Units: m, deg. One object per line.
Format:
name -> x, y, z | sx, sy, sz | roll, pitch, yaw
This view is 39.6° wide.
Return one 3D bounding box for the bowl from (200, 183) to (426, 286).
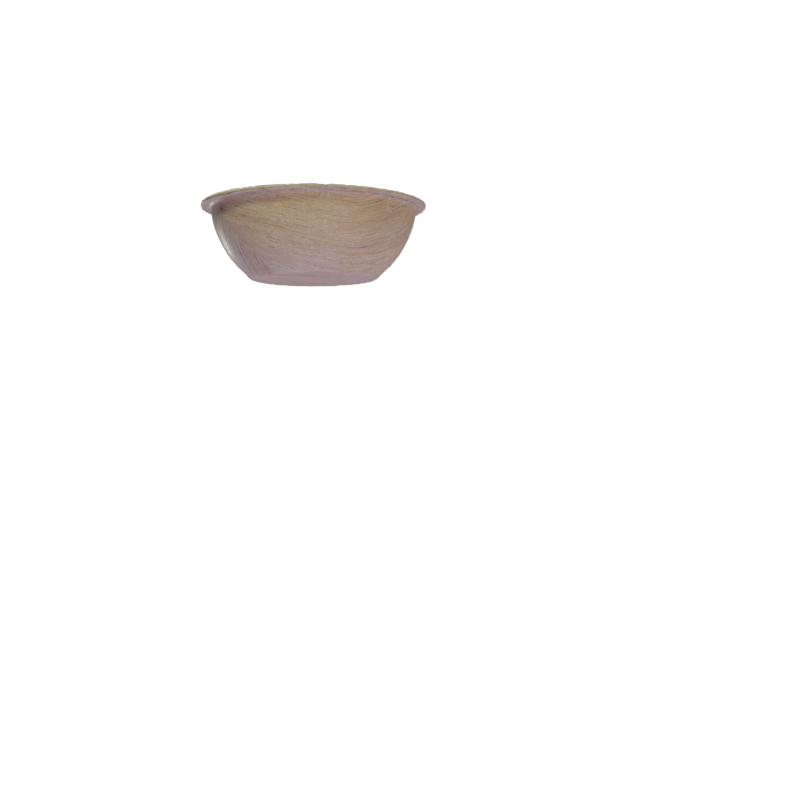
bowl -> -0.062, -0.113, 0.791 | 0.162, 0.056, 0.160 | 0, -1, -2
